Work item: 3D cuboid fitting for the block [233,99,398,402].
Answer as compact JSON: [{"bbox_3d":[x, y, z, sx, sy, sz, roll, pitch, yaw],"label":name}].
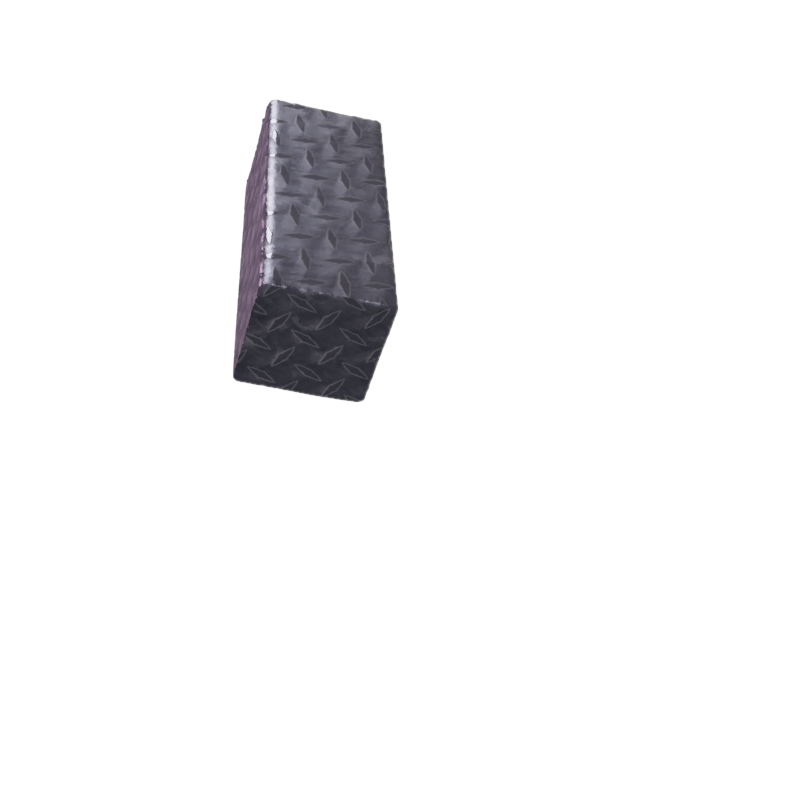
[{"bbox_3d":[-0.061,-0.110,0.774,0.088,0.086,0.221,9,43,-13],"label":"block"}]
